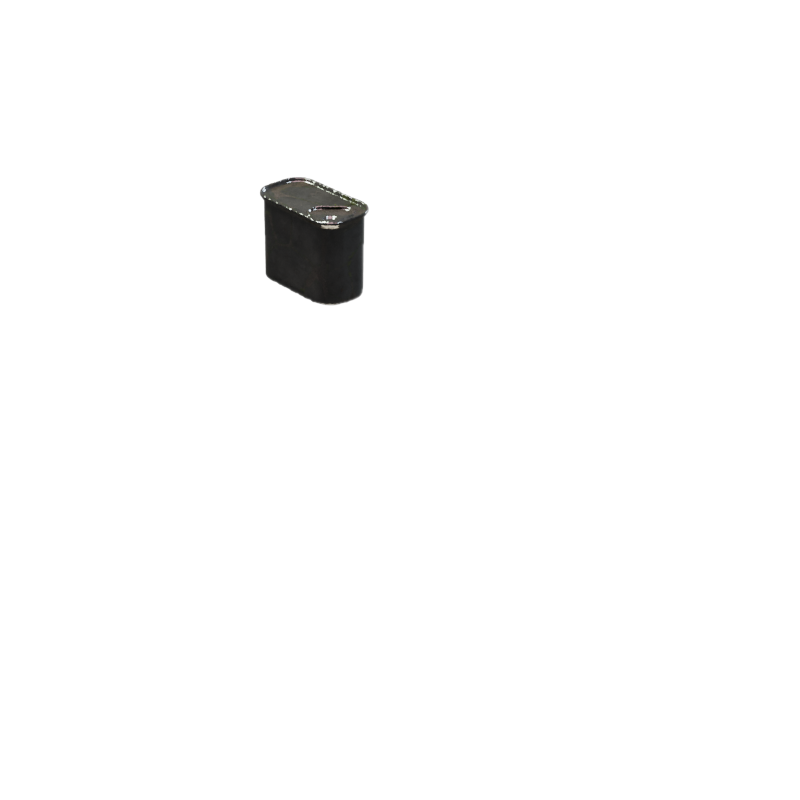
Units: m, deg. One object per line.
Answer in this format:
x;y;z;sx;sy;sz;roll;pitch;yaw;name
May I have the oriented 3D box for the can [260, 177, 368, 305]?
-0.077;-0.140;0.983;0.057;0.079;0.109;-24;38;-37;can
